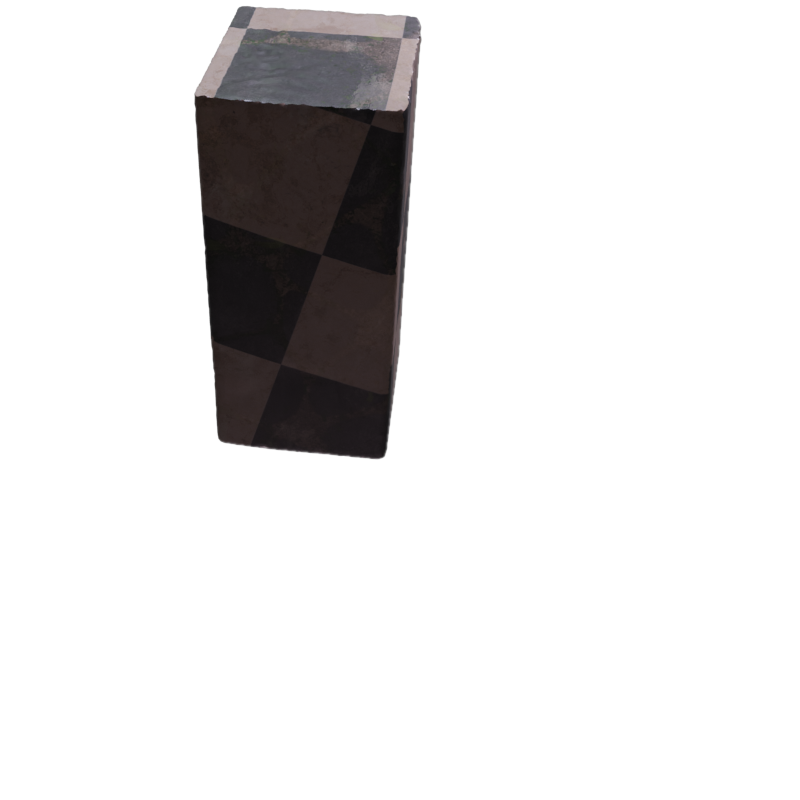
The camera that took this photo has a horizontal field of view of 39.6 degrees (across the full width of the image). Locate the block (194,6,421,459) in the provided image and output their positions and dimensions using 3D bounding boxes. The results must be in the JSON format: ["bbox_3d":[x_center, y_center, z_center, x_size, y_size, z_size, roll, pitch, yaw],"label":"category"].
[{"bbox_3d":[-0.042,-0.078,0.546,0.091,0.192,0.096,6,40,4],"label":"block"}]
